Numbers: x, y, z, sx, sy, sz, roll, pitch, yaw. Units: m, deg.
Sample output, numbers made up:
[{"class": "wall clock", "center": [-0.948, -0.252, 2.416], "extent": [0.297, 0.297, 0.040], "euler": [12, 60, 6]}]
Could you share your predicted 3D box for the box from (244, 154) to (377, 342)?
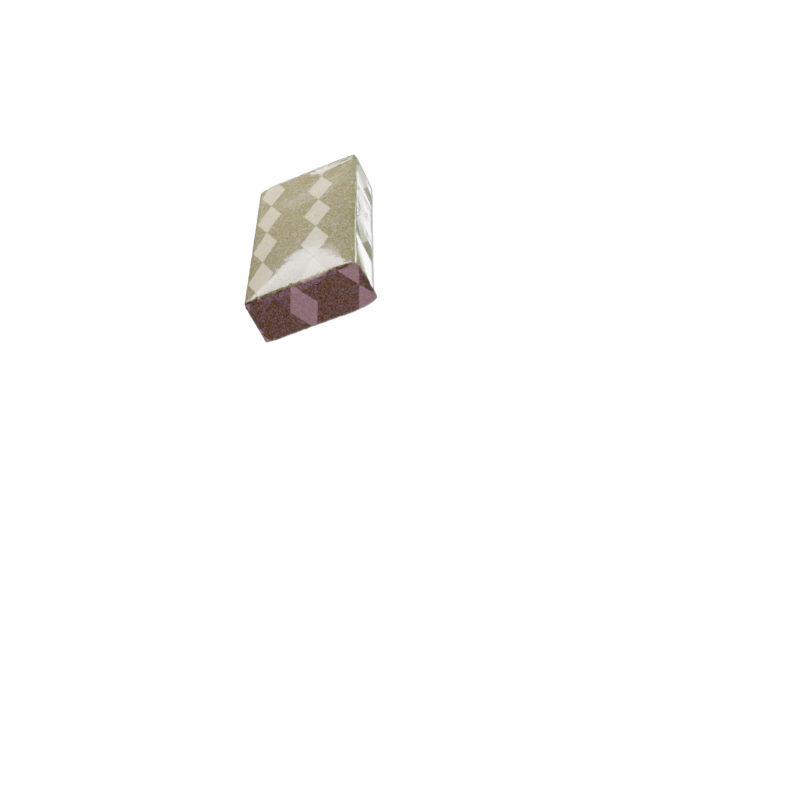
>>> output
[{"class": "box", "center": [-0.069, -0.126, 0.883], "extent": [0.094, 0.045, 0.189], "euler": [-20, 37, 12]}]
